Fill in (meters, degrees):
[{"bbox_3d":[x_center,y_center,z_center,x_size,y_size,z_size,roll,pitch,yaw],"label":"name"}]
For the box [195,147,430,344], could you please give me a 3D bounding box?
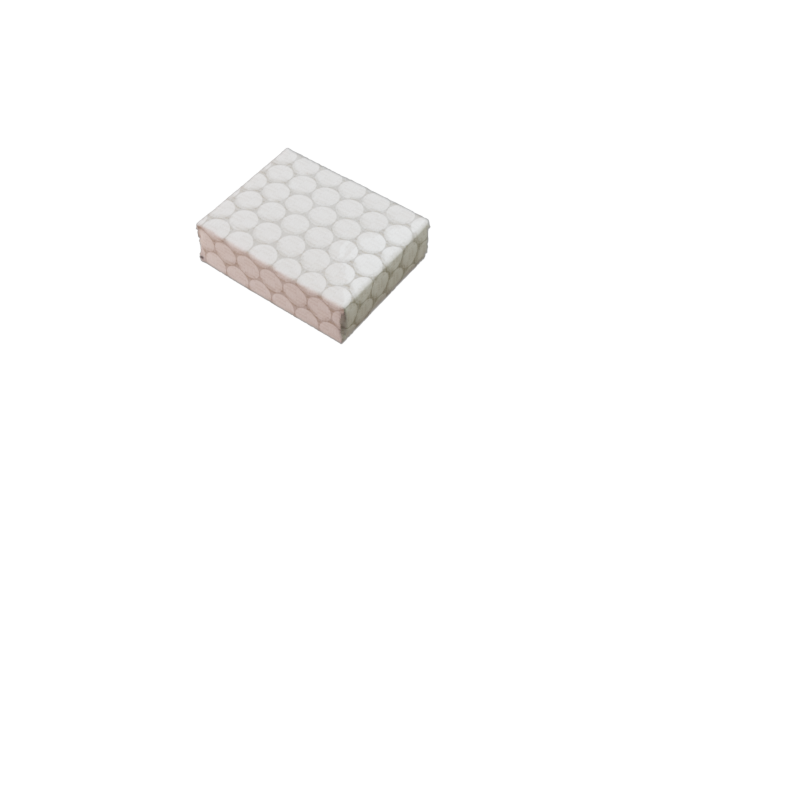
[{"bbox_3d":[-0.053,-0.096,0.673,0.119,0.036,0.092,28,53,23],"label":"box"}]
